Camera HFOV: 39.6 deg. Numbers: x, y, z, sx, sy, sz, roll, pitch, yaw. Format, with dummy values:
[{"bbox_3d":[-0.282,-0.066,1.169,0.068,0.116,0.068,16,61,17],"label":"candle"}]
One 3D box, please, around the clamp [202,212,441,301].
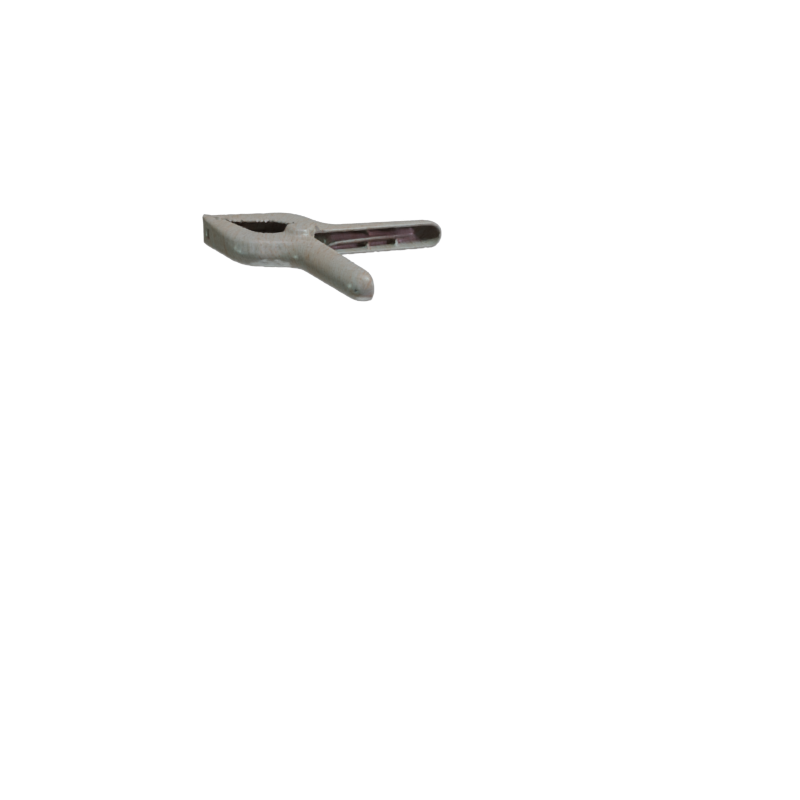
[{"bbox_3d":[-0.077,-0.140,0.979,0.220,0.035,0.165,15,28,28],"label":"clamp"}]
